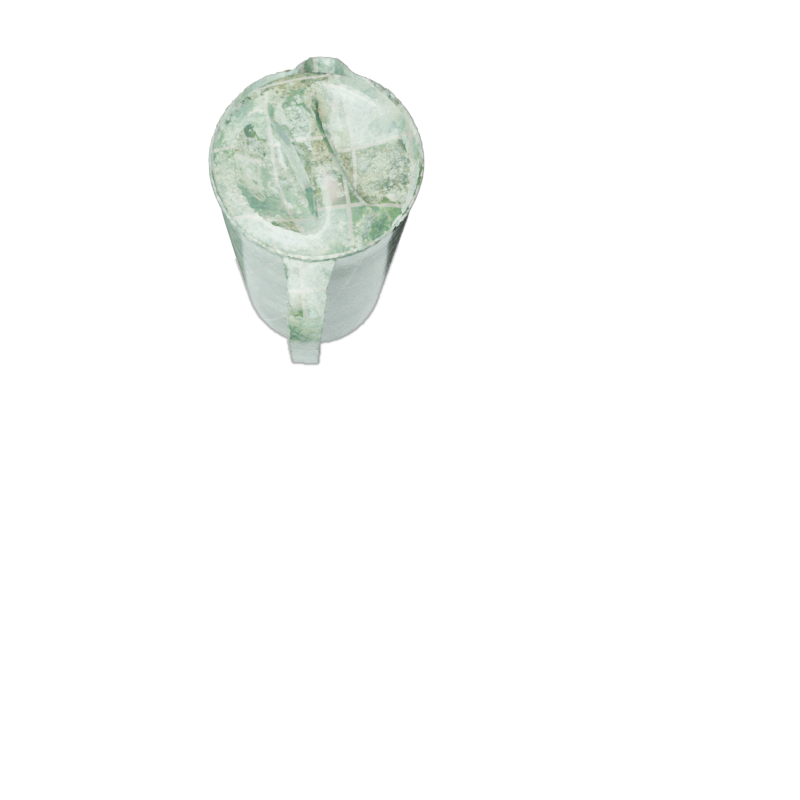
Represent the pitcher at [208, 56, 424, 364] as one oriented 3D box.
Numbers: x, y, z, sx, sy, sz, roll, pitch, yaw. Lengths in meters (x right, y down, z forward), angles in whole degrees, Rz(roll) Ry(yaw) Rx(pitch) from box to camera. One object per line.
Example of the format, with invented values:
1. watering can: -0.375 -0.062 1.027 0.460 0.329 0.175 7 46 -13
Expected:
1. pitcher: -0.061 -0.112 0.785 0.150 0.150 0.233 -42 -10 -13
